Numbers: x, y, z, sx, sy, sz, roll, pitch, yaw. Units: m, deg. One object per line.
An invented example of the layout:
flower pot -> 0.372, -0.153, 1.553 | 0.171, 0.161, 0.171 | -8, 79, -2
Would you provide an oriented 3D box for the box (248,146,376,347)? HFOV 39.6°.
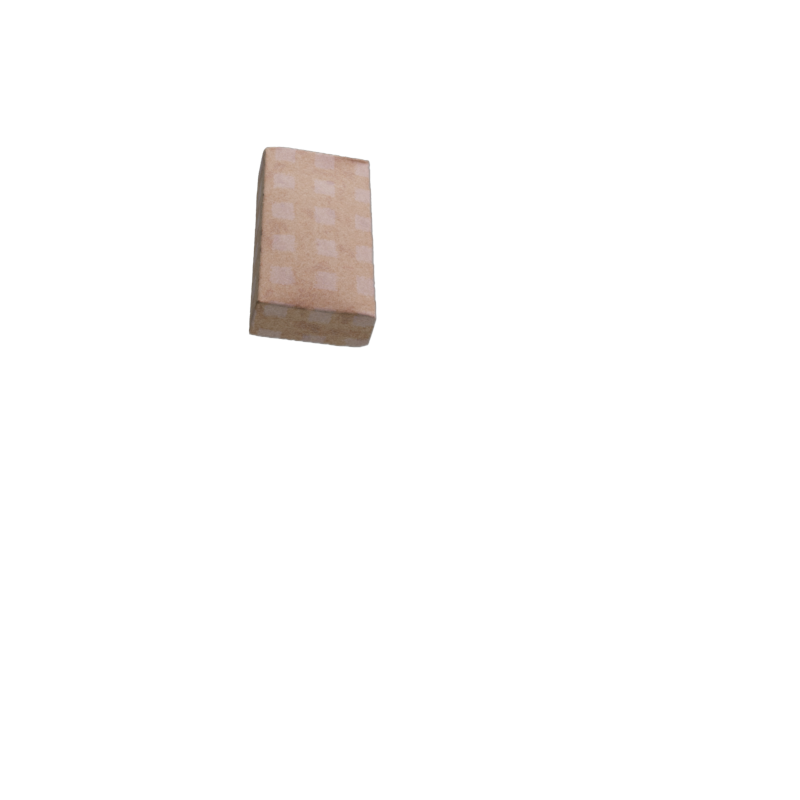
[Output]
box -> -0.069, -0.126, 0.883 | 0.092, 0.189, 0.045 | 6, -39, -11
